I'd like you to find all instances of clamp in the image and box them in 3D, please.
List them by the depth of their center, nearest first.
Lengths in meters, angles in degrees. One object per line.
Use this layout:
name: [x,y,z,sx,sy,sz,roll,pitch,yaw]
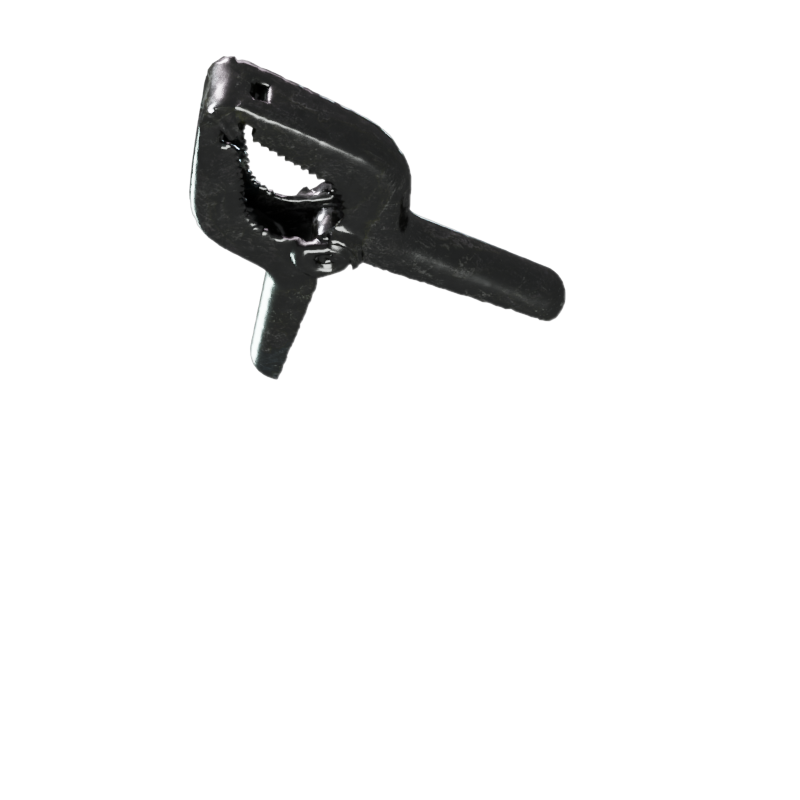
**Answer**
clamp: [-0.039,-0.071,0.497,0.166,0.039,0.194,-17,-34,26]
